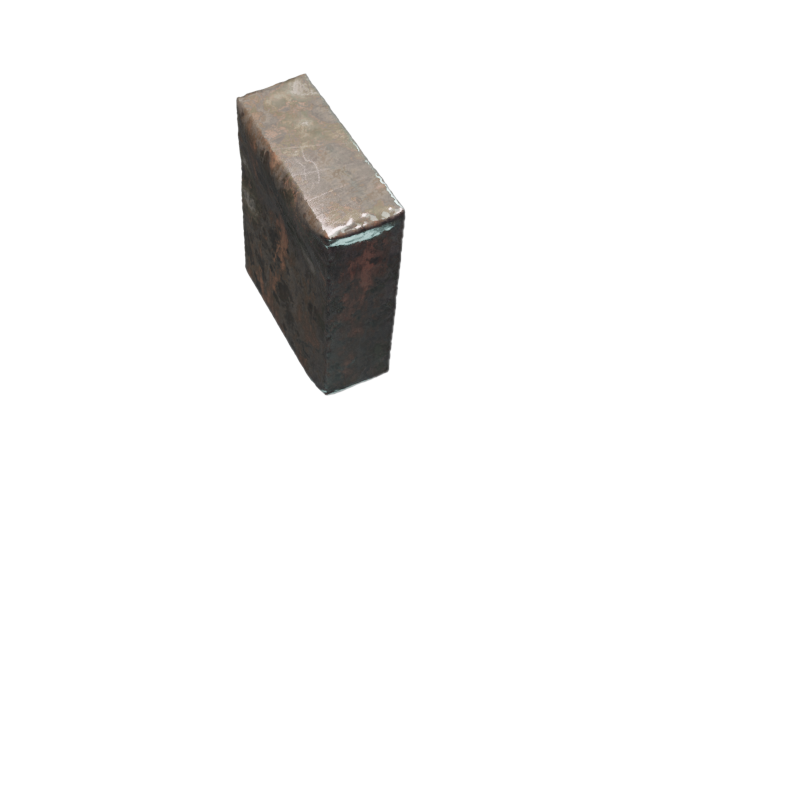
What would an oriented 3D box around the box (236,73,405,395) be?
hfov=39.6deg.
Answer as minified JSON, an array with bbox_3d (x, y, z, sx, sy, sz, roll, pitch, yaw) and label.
[{"bbox_3d":[-0.071,-0.129,0.903,0.071,0.177,0.200,-22,-31,-18],"label":"box"}]
